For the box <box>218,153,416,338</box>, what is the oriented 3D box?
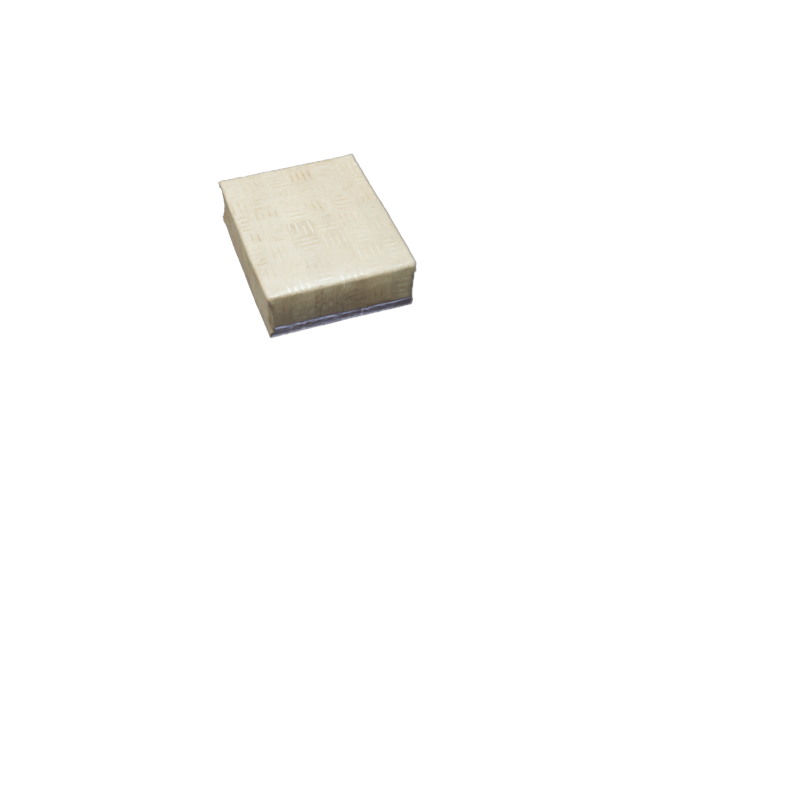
[{"bbox_3d":[-0.052,-0.096,0.669,0.089,0.036,0.123,-14,46,-15],"label":"box"}]
